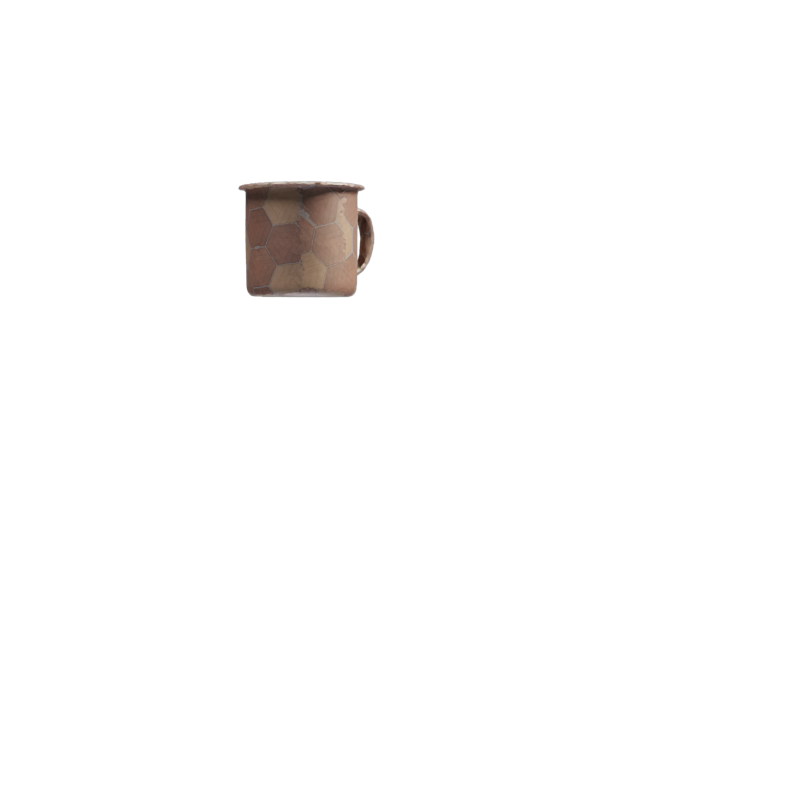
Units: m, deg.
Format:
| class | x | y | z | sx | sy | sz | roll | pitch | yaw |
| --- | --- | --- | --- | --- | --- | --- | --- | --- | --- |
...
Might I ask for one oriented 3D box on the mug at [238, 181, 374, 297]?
| class | x | y | z | sx | sy | sz | roll | pitch | yaw |
| --- | --- | --- | --- | --- | --- | --- | --- | --- | --- |
| mug | -0.064 | -0.118 | 0.823 | 0.097 | 0.081 | 0.113 | 3 | 4 | 43 |
